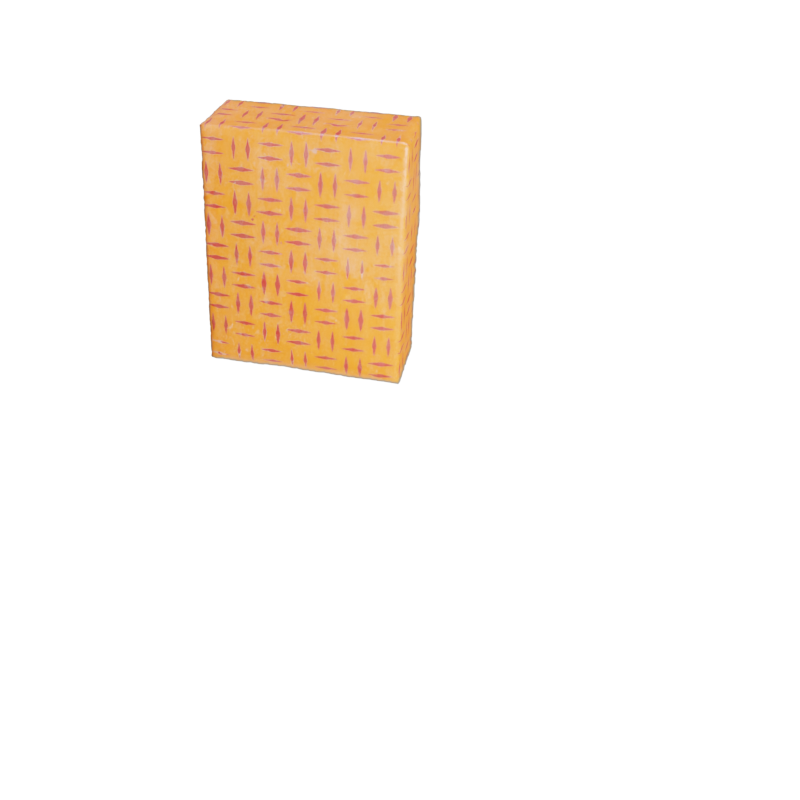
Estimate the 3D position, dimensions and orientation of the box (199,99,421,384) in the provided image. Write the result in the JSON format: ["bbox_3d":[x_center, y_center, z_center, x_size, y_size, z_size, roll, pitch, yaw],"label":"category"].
[{"bbox_3d":[-0.070,-0.128,0.897,0.167,0.201,0.075,8,30,11],"label":"box"}]
